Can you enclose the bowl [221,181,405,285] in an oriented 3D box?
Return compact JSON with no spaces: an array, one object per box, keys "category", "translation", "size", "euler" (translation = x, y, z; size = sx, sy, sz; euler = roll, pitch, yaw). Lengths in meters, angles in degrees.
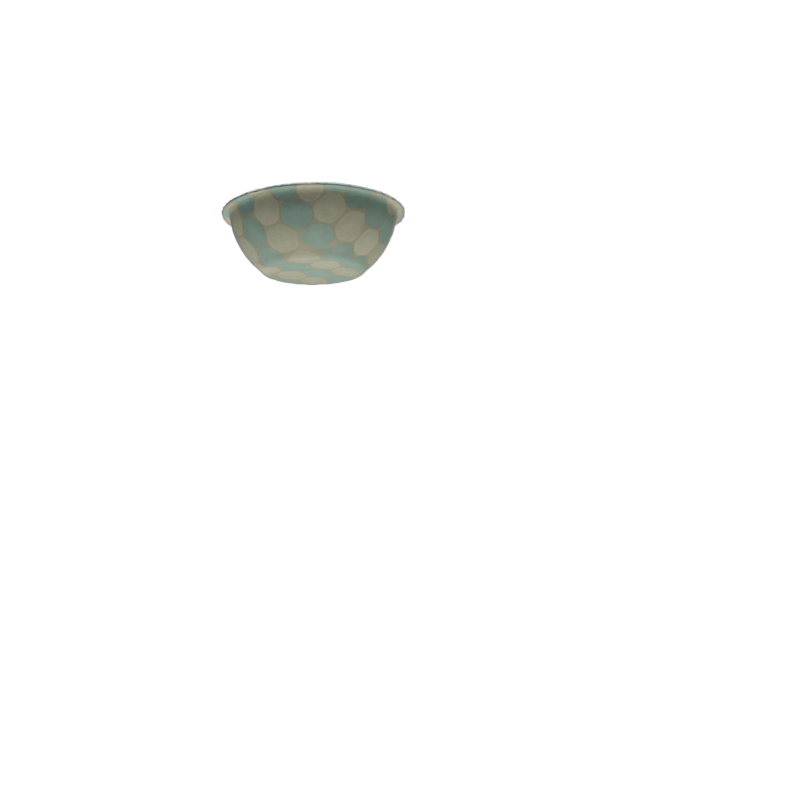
[{"category":"bowl","translation":[-0.076,-0.139,0.971],"size":[0.162,0.057,0.157],"euler":[0,-11,-2]}]
